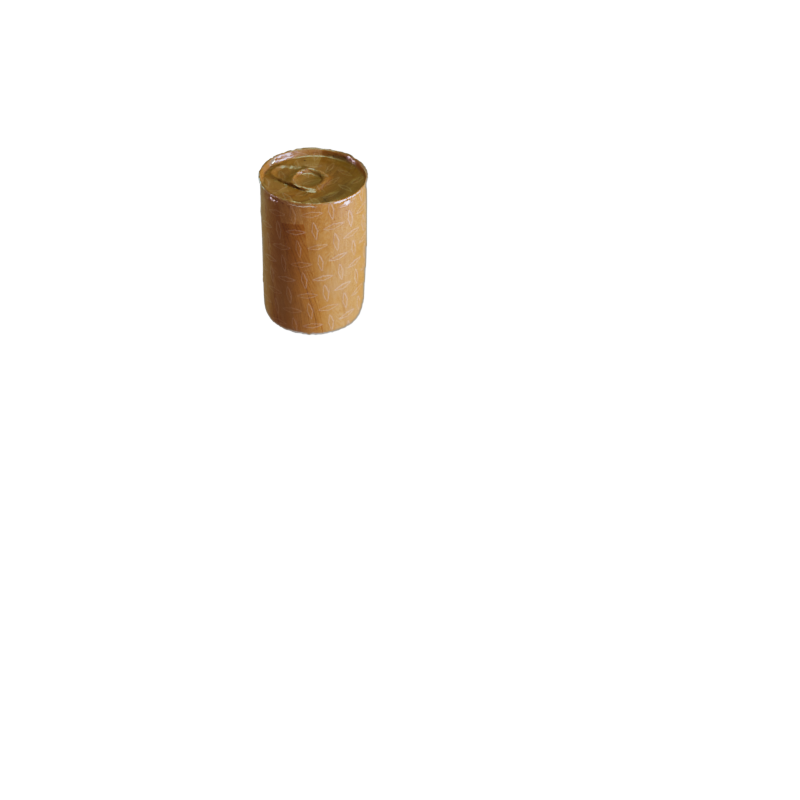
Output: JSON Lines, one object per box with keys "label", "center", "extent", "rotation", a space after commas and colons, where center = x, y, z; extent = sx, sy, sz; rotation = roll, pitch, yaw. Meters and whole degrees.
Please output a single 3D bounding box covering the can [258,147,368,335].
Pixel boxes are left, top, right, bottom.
{"label": "can", "center": [-0.056, -0.102, 0.712], "extent": [0.068, 0.095, 0.073], "rotation": [0, 38, -3]}
